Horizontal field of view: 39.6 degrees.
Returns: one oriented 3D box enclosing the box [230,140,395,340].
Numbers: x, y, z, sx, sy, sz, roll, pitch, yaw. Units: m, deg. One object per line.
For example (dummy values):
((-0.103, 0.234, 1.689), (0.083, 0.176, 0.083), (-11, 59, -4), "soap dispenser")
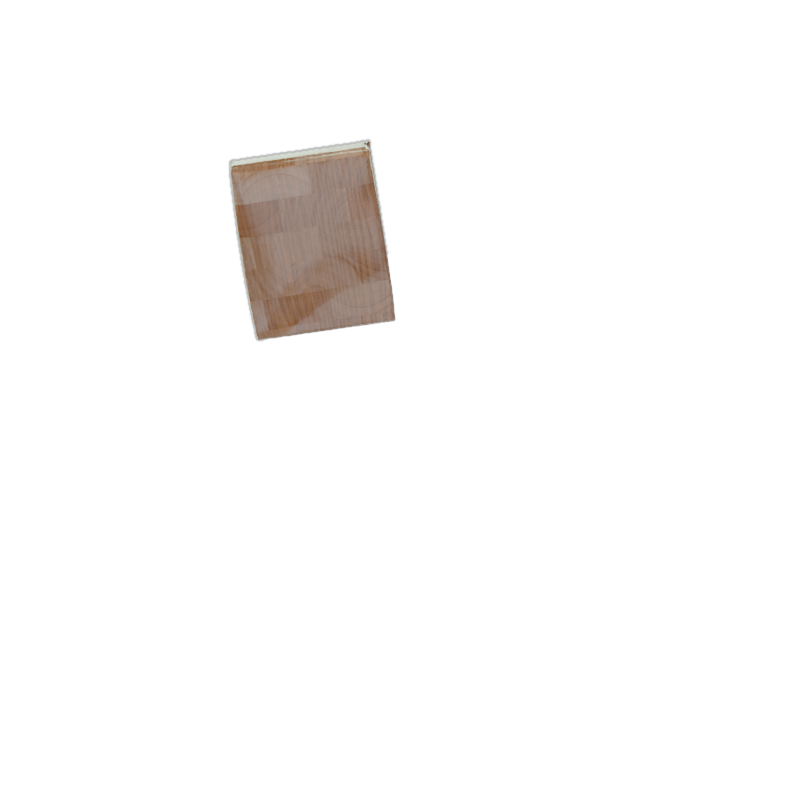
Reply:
((-0.054, -0.099, 0.692), (0.090, 0.109, 0.041), (-8, 18, 2), "box")
